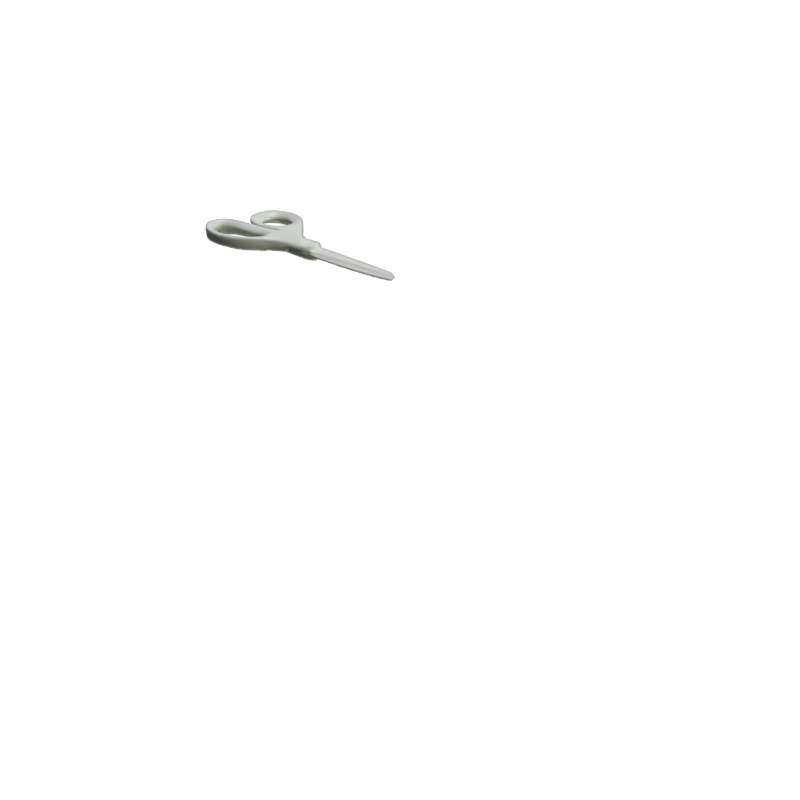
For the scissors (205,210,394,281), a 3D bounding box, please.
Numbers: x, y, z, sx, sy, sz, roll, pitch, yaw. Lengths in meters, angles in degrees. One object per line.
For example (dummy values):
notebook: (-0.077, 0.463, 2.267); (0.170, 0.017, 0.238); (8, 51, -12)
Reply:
scissors: (-0.075, -0.137, 0.963); (0.211, 0.015, 0.097); (14, 29, 27)
